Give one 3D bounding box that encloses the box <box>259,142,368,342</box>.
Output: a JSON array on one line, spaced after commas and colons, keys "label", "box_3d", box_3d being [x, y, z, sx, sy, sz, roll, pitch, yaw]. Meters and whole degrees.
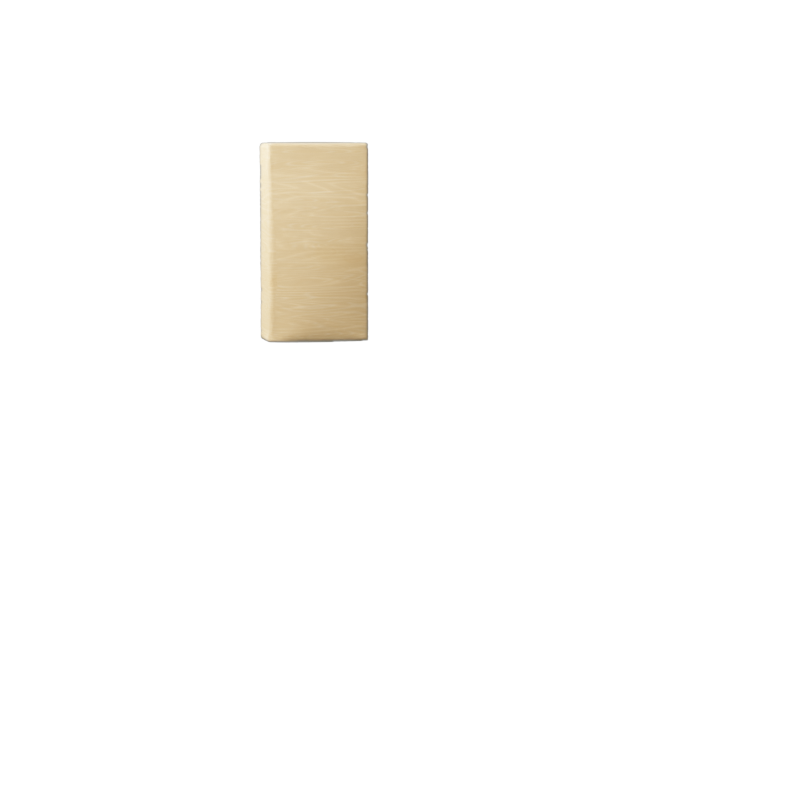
[{"label": "box", "box_3d": [-0.077, -0.140, 0.984, 0.091, 0.175, 0.049, -1, 2, -16]}]
